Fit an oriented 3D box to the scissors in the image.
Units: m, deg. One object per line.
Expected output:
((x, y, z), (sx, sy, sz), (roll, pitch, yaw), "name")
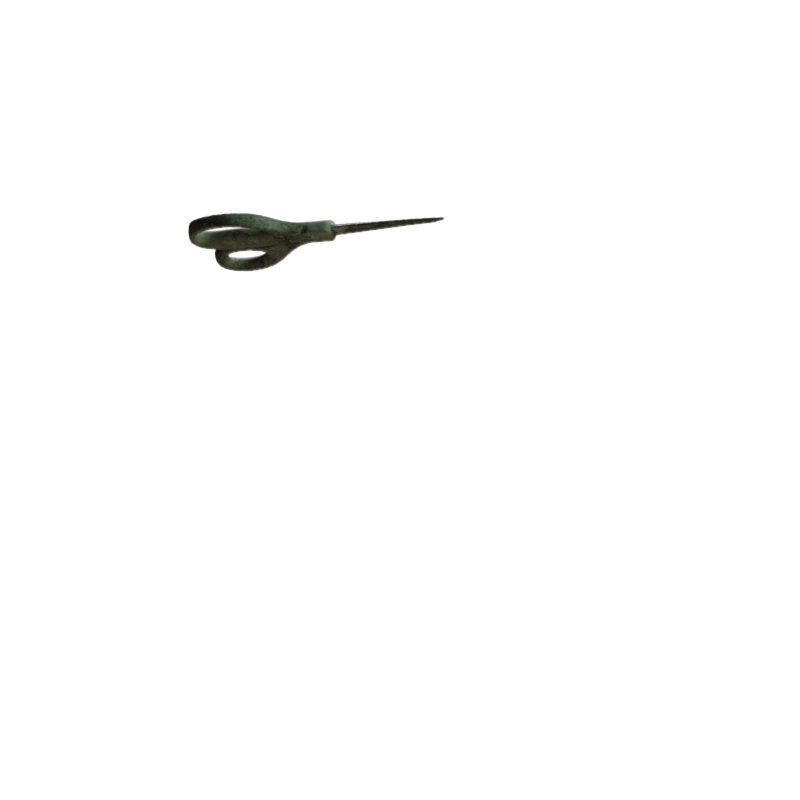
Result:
((-0.071, -0.129, 0.905), (0.201, 0.017, 0.092), (1, -19, -3), "scissors")
